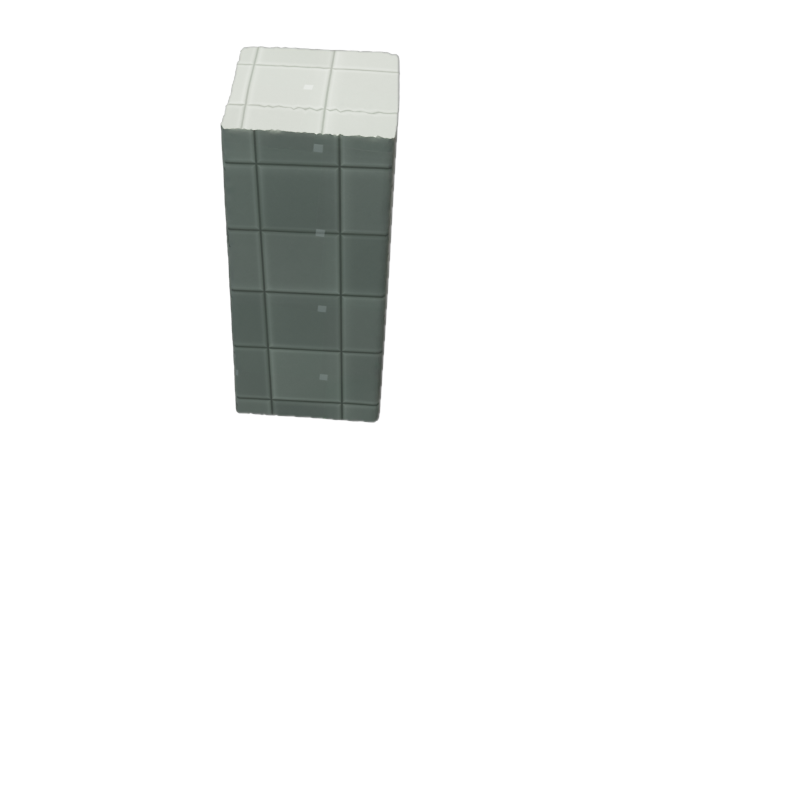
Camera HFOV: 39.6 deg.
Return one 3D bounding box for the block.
[{"bbox_3d":[-0.050,-0.093,0.649,0.091,0.192,0.096,4,42,0],"label":"block"}]
